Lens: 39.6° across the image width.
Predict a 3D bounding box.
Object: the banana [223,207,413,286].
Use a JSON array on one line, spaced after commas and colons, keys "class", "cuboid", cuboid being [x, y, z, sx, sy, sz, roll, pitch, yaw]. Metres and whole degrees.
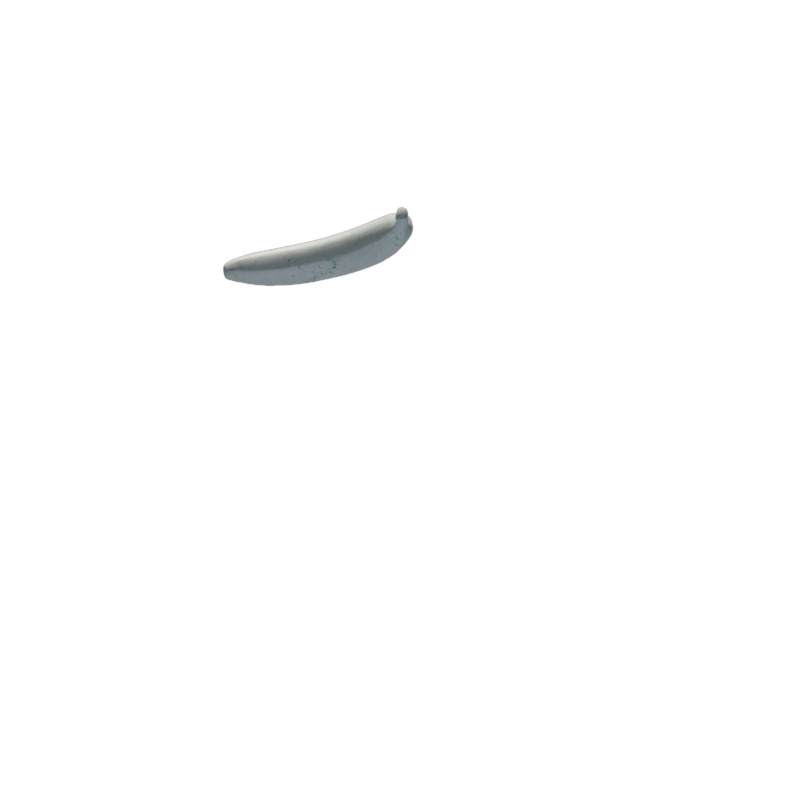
[{"class": "banana", "cuboid": [-0.064, -0.135, 0.988, 0.200, 0.039, 0.065, -15, -28, 30]}]
